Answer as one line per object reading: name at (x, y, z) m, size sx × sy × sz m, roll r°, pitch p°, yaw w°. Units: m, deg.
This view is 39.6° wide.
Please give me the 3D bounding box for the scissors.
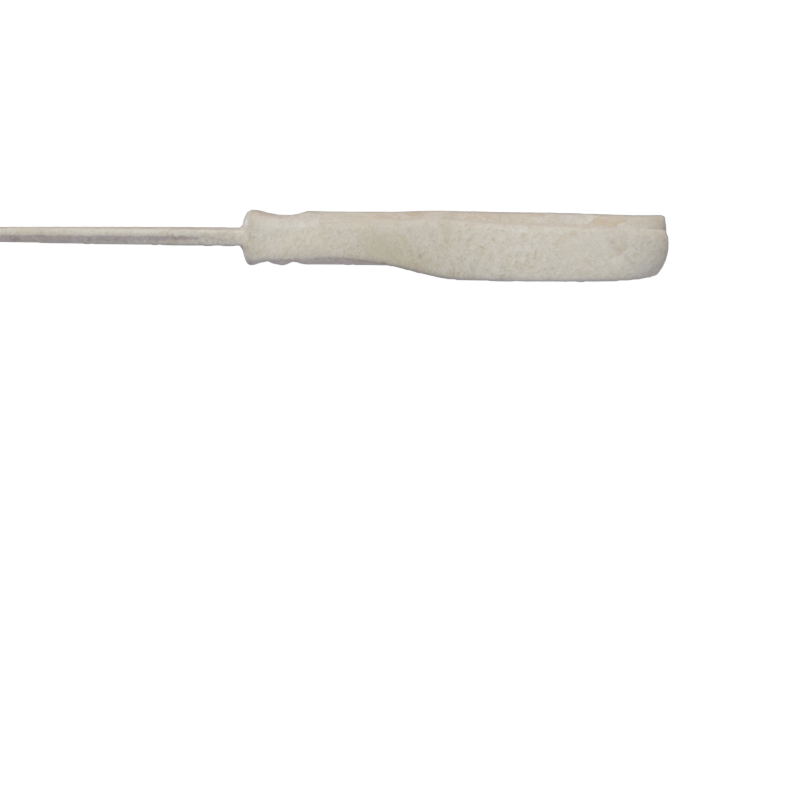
scissors at (-0.023, -0.041, 0.289) m, size 0.200 × 0.015 × 0.099 m, roll -1°, pitch 11°, yaw -7°
